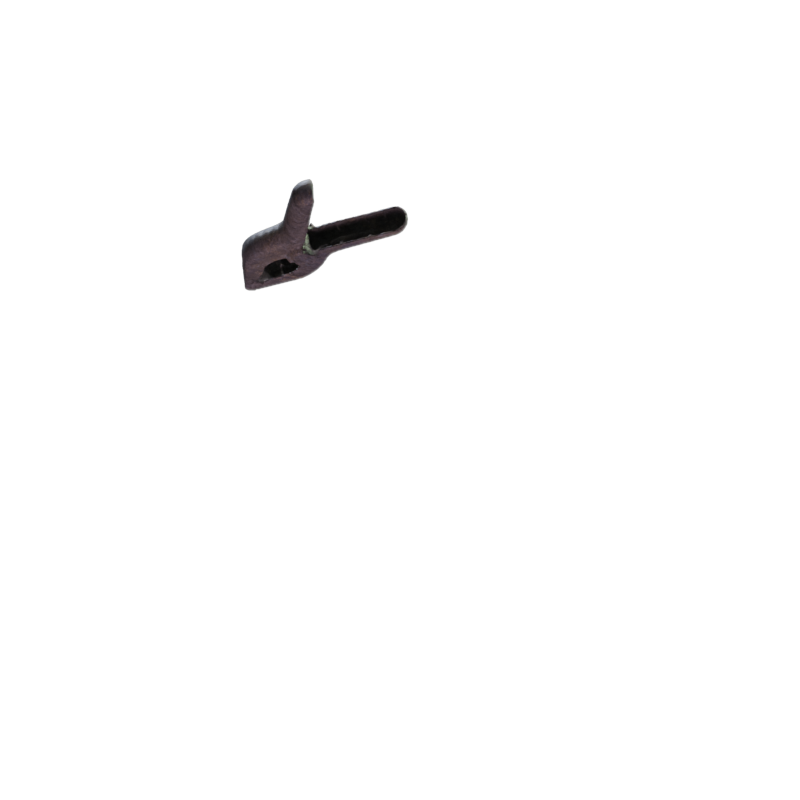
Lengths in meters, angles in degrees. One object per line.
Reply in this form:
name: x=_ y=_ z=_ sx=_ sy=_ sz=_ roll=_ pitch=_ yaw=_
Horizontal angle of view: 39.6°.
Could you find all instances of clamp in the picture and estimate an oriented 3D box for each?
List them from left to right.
clamp: x=-0.078 y=-0.142 z=0.995 sx=0.115 sy=0.041 sz=0.170 roll=13 pitch=-25 yaw=-30
